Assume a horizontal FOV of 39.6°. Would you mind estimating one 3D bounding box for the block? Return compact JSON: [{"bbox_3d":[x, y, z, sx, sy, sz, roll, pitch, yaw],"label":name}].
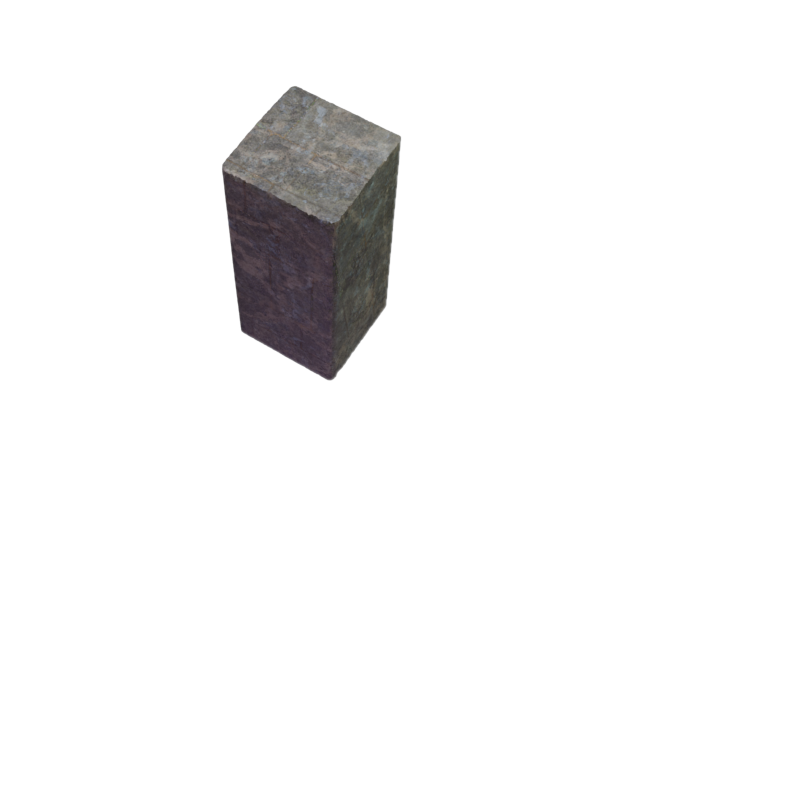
[{"bbox_3d":[-0.064,-0.115,0.809,0.094,0.093,0.193,29,-28,13],"label":"block"}]
